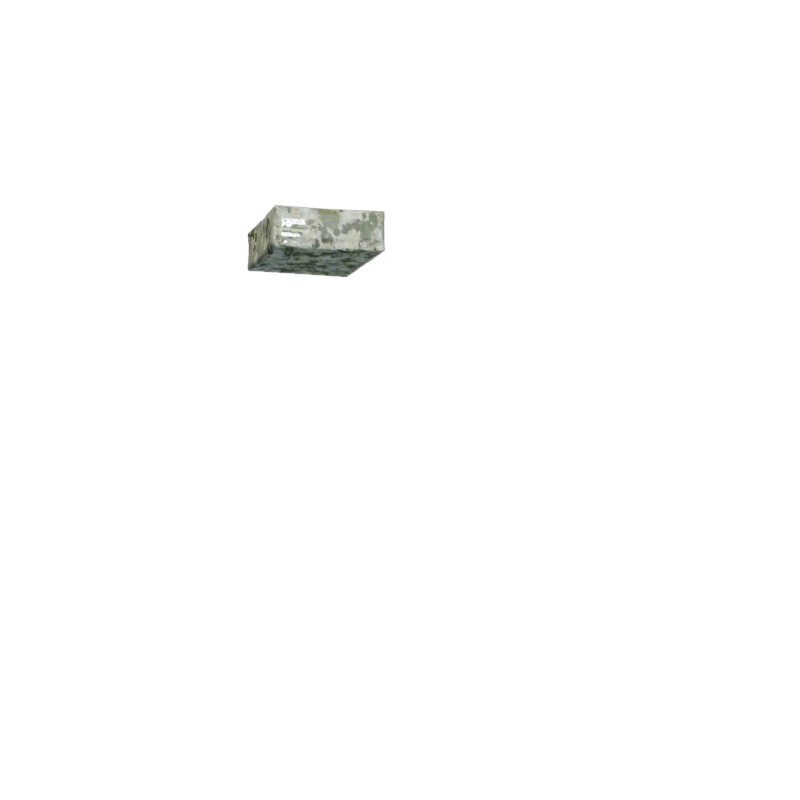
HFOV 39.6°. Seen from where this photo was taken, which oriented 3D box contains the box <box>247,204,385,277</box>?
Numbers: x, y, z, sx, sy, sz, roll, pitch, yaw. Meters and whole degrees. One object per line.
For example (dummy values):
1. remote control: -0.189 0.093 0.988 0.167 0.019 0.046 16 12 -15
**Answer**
1. box: -0.058 -0.105 0.737 0.071 0.031 0.089 2 -5 -17
